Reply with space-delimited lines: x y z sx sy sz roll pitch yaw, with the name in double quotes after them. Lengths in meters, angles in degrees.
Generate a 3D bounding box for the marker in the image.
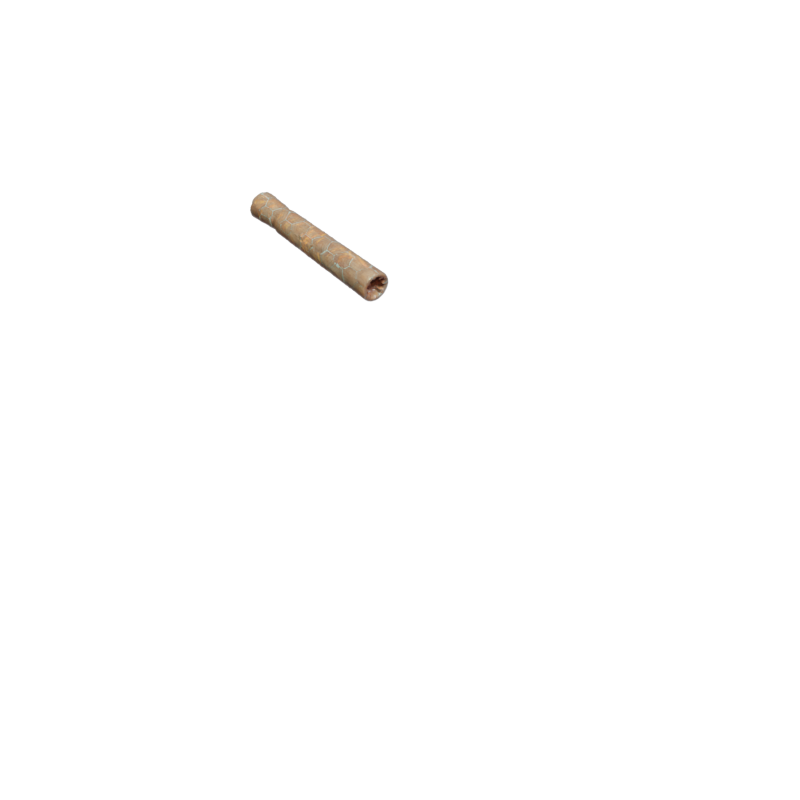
-0.053 -0.096 0.674 0.019 0.019 0.130 -3 32 -43 "marker"
